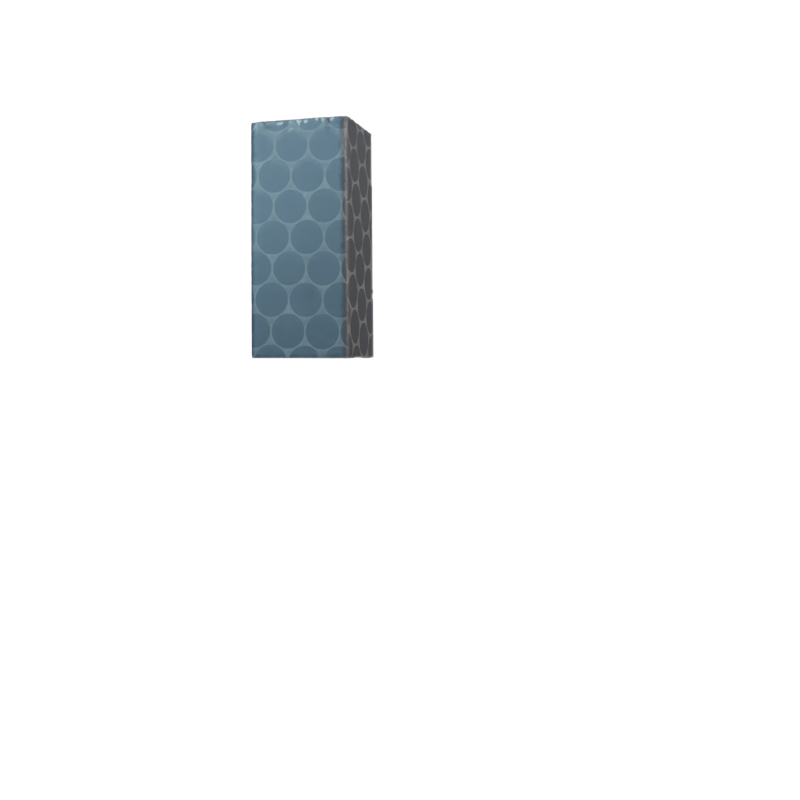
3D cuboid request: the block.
[{"bbox_3d":[-0.078,-0.141,0.989,0.092,0.209,0.087,-1,-4,15],"label":"block"}]
